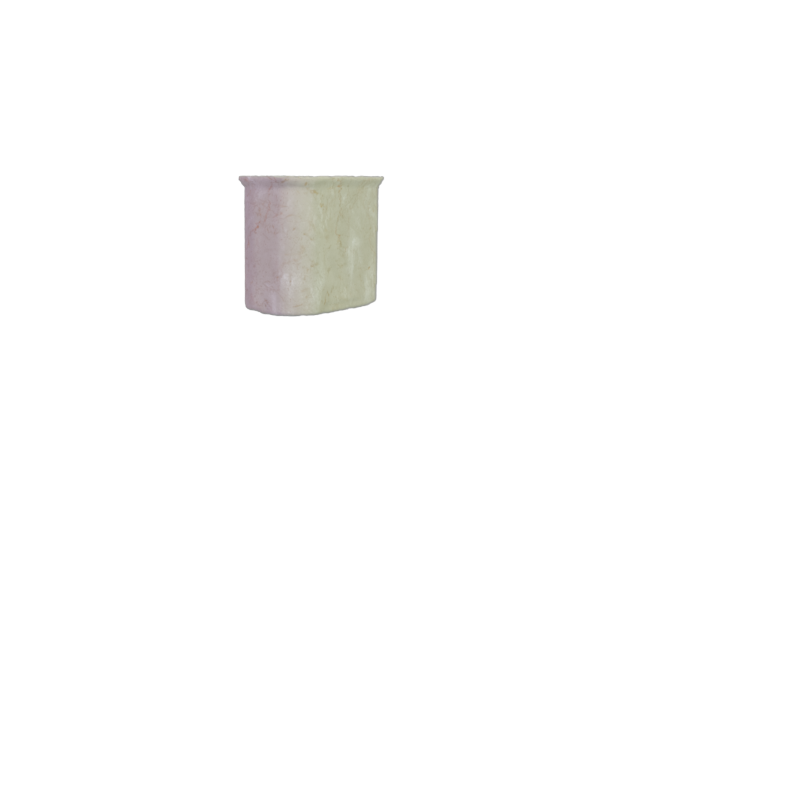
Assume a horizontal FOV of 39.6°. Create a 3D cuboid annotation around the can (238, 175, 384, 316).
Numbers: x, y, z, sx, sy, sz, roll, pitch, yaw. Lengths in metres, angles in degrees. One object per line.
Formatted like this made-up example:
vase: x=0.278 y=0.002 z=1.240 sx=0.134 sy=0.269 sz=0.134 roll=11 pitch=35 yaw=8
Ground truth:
can: x=-0.055 y=-0.100 z=0.700 sx=0.060 sy=0.083 sz=0.099 roll=4 pitch=9 yaw=33
